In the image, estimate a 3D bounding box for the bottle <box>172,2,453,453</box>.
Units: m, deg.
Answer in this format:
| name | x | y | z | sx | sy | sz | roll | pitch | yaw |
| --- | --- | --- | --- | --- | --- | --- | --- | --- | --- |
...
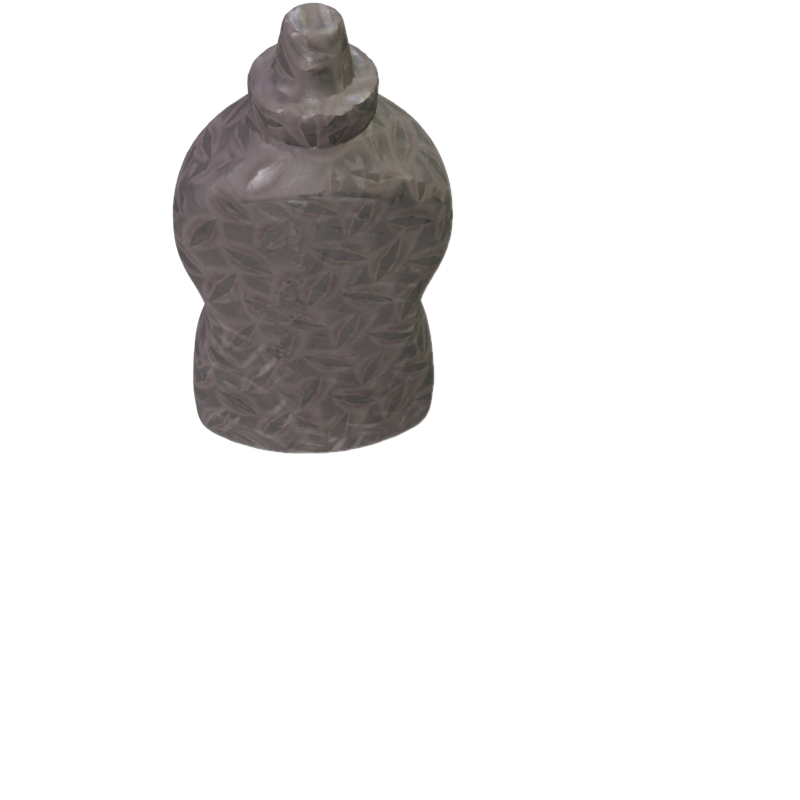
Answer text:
| name | x | y | z | sx | sy | sz | roll | pitch | yaw |
| --- | --- | --- | --- | --- | --- | --- | --- | --- | --- |
| bottle | -0.031 | -0.056 | 0.395 | 0.096 | 0.063 | 0.179 | 1 | -40 | -3 |
